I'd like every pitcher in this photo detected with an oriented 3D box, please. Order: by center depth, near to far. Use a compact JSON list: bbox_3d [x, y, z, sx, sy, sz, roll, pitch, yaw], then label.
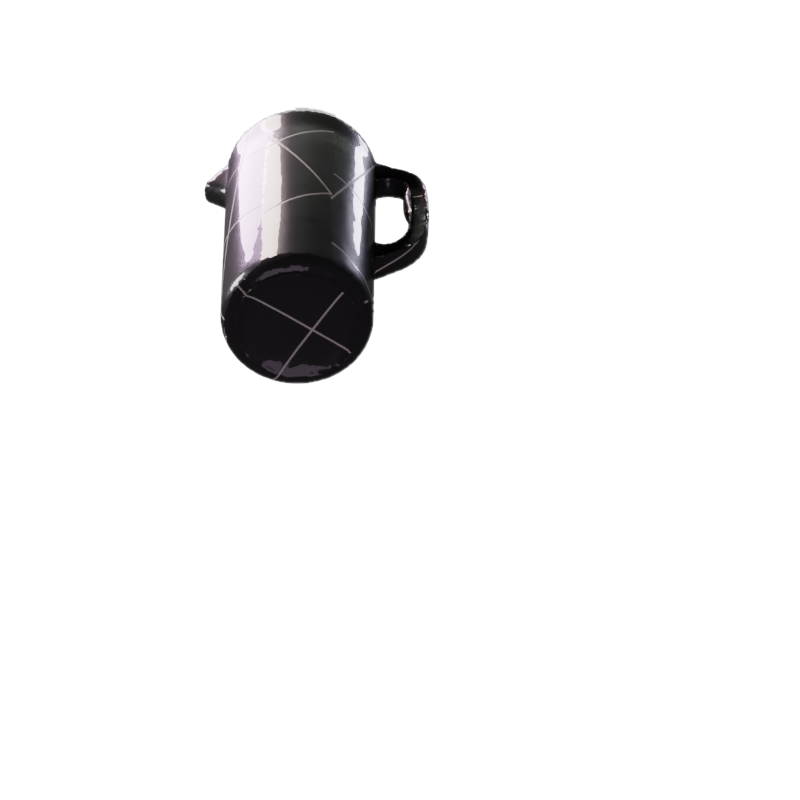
[{"bbox_3d":[-0.068,-0.125,0.873,0.137,0.147,0.259,39,24,-25],"label":"pitcher"}]
